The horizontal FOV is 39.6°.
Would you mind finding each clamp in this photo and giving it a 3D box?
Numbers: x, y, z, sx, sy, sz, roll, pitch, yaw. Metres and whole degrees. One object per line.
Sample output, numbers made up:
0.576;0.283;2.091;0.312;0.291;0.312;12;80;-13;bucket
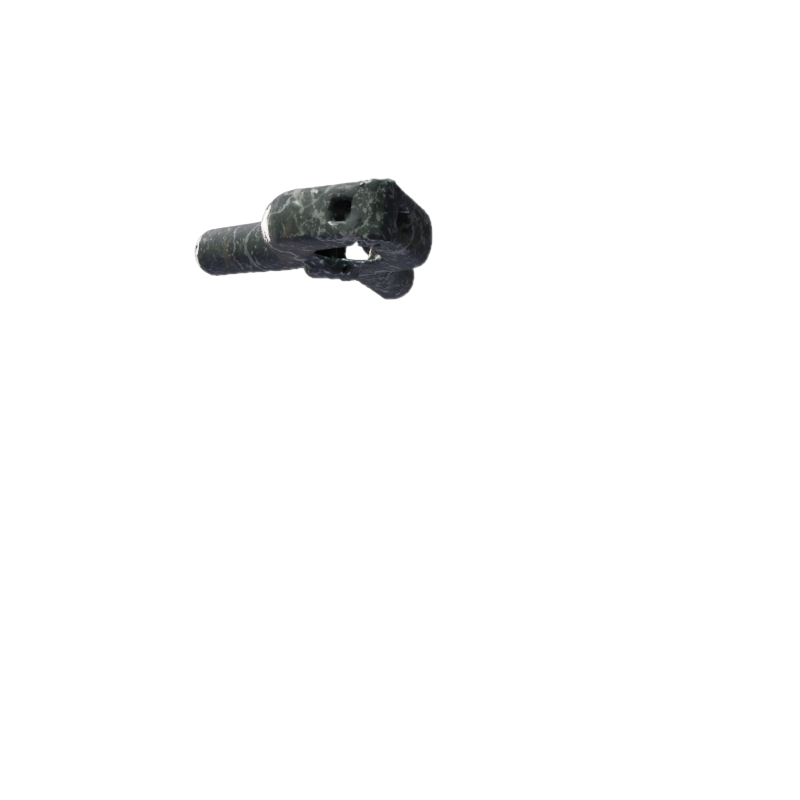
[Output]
-0.042;-0.077;0.540;0.119;0.040;0.169;1;-6;-7;clamp
